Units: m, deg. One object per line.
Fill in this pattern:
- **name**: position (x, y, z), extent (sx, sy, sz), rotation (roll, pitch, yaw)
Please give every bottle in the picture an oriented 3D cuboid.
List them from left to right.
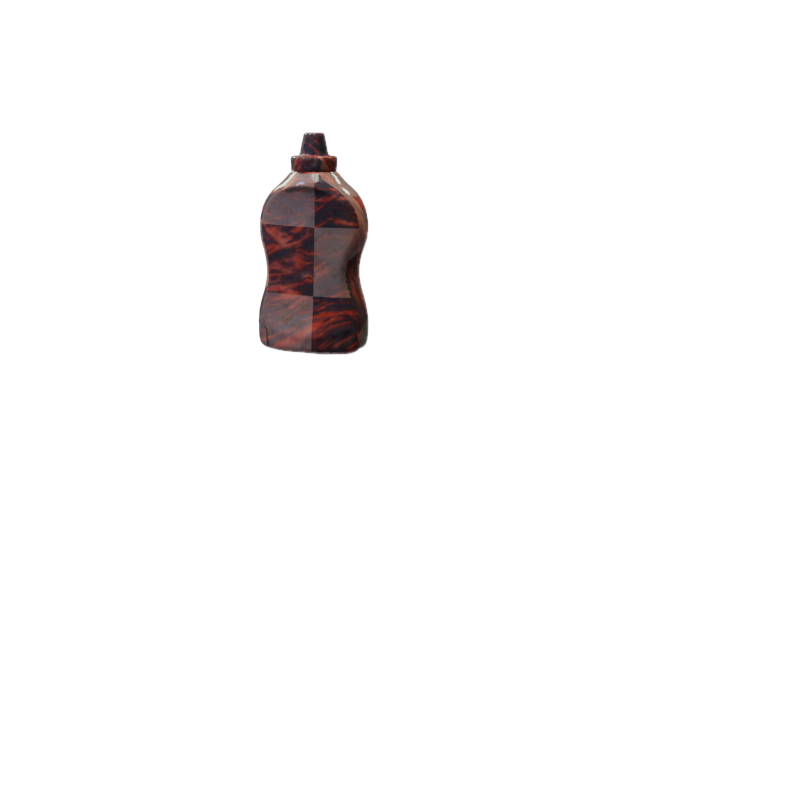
- **bottle**: position (-0.077, -0.140, 0.980), extent (0.099, 0.188, 0.058), rotation (4, 8, 22)
